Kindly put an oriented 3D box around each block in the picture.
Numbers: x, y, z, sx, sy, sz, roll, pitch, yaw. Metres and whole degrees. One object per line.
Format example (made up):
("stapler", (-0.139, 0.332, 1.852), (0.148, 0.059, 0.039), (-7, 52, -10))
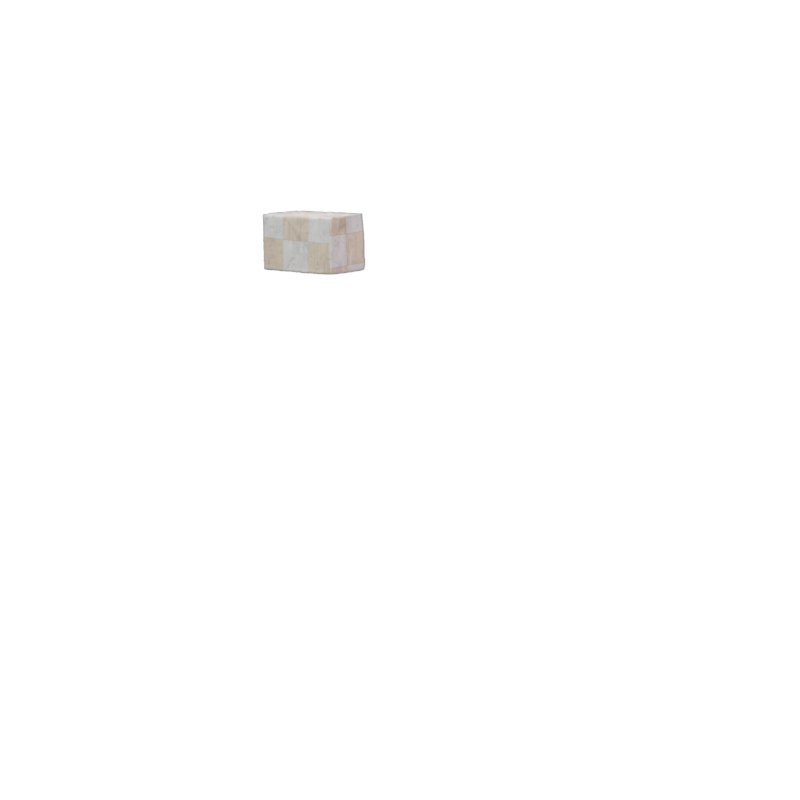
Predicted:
("block", (-0.077, -0.141, 0.990), (0.081, 0.050, 0.051), (7, 12, 33))
